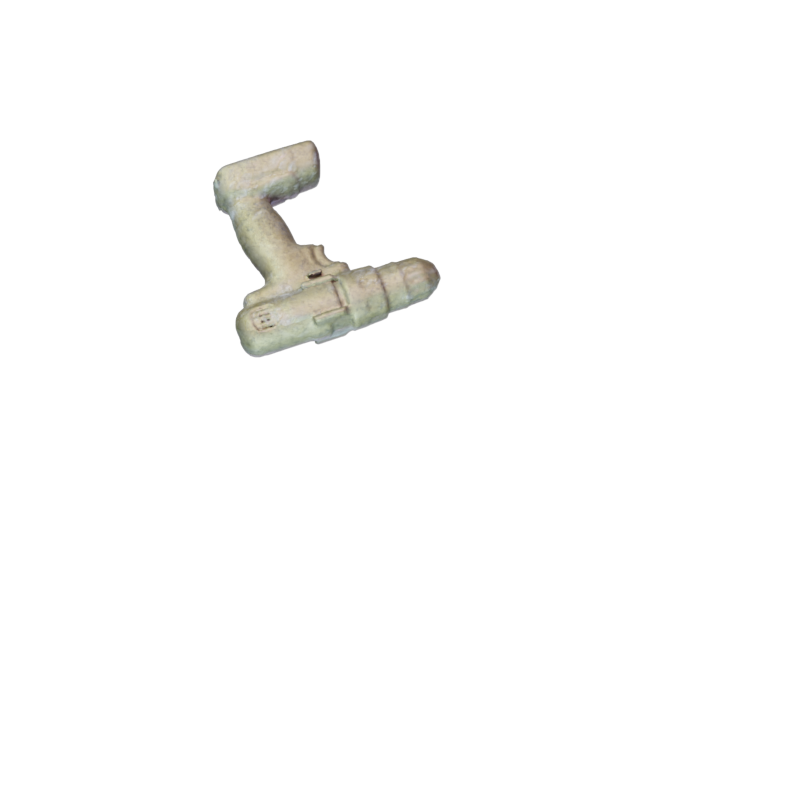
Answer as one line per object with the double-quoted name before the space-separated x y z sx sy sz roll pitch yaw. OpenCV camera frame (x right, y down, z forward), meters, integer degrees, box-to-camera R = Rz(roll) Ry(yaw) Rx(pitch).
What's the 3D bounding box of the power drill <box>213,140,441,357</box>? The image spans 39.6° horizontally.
"power drill" -0.078 -0.142 0.997 0.183 0.201 0.054 -18 -29 -11
